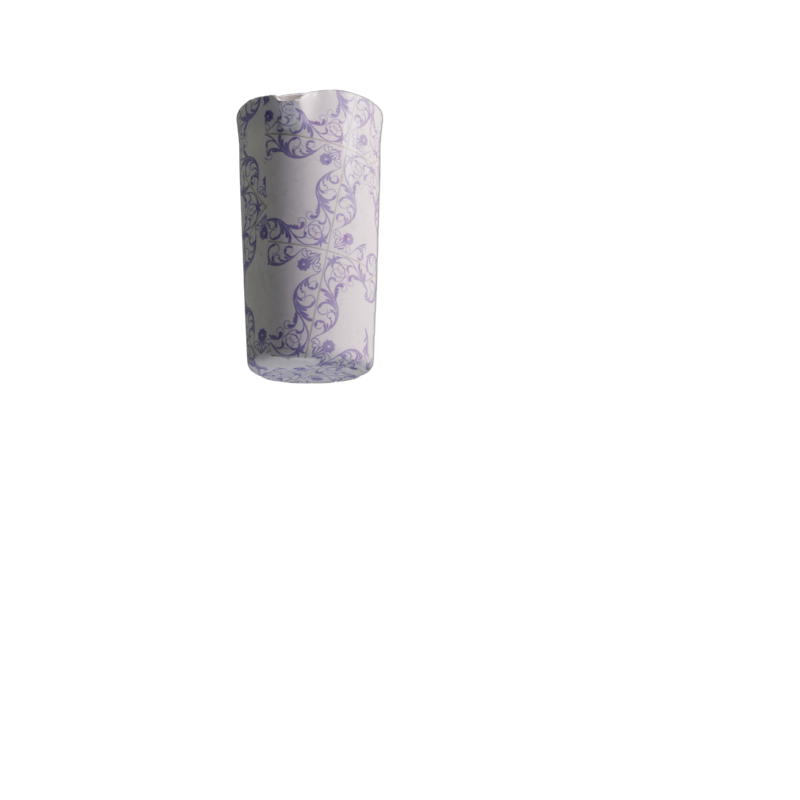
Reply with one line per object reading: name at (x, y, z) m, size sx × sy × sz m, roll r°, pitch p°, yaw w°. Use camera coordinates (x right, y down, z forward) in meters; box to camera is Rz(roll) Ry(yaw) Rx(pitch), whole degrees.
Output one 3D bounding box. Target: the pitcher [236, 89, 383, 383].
pitcher at (-0.077, -0.140, 0.984) m, size 0.142 × 0.252 × 0.146 m, roll 10°, pitch -18°, yaw -36°
